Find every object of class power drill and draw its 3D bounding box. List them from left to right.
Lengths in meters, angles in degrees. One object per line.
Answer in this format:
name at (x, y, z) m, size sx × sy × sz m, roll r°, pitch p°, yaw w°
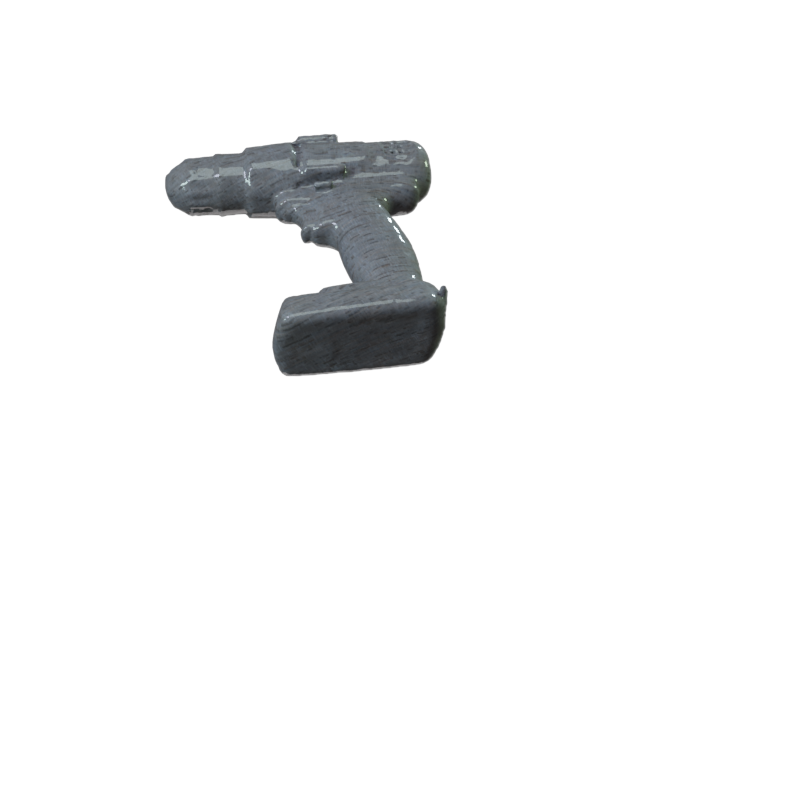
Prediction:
power drill at (-0.056, -0.103, 0.719) m, size 0.183 × 0.203 × 0.053 m, roll -7°, pitch -43°, yaw -7°
